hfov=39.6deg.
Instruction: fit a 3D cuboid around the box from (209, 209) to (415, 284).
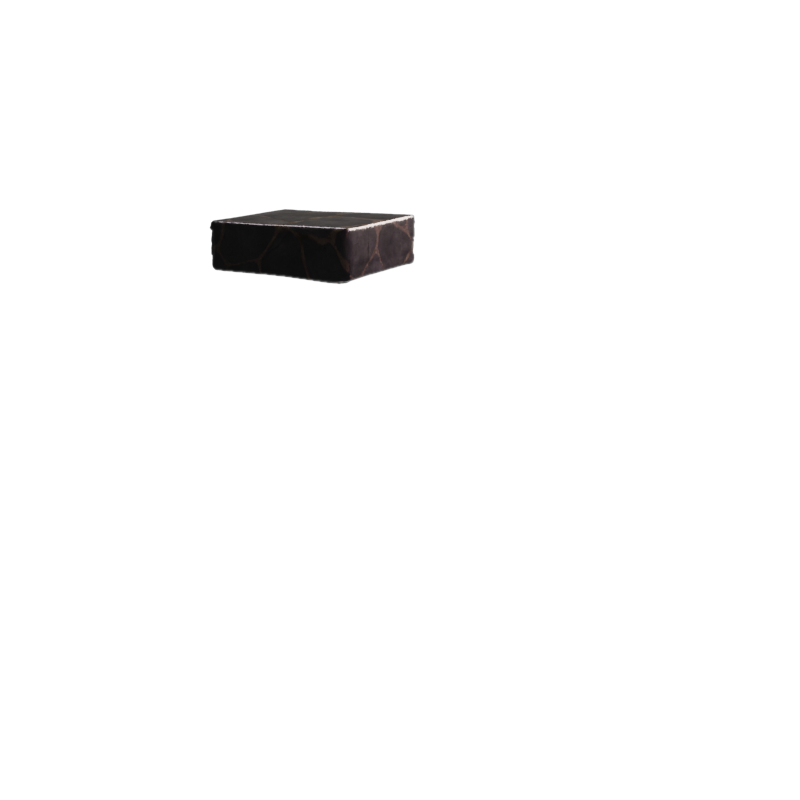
[{"bbox_3d":[-0.060,-0.108,0.760,0.118,0.038,0.089,10,18,30],"label":"box"}]
